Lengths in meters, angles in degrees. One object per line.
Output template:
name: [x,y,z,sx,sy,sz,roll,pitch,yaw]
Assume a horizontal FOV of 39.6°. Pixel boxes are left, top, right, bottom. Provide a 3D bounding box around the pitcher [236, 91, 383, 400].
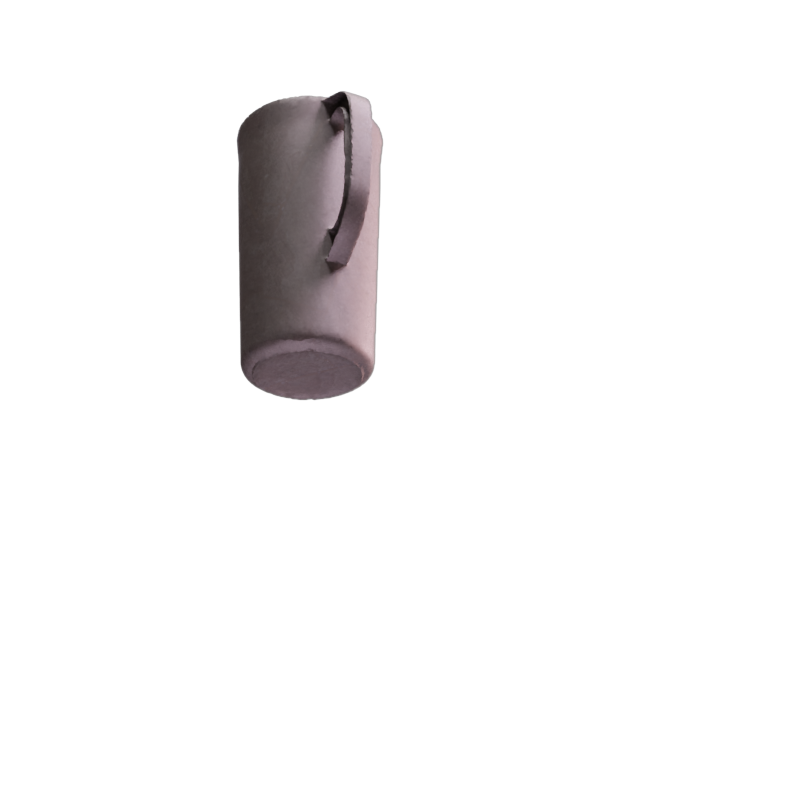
pitcher: [-0.073,-0.134,0.938,0.147,0.259,0.138,-11,-31,14]
